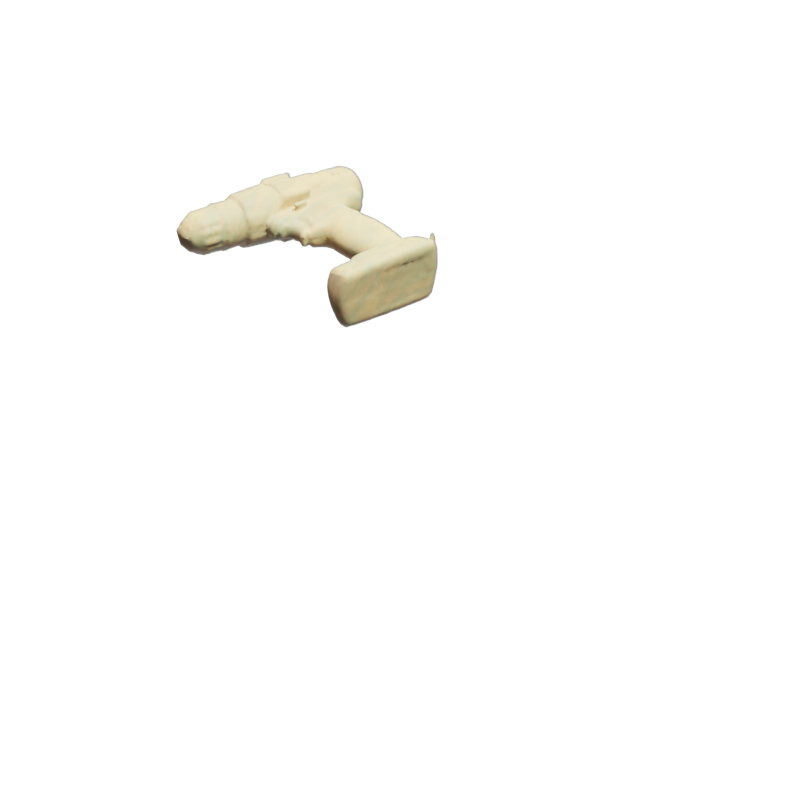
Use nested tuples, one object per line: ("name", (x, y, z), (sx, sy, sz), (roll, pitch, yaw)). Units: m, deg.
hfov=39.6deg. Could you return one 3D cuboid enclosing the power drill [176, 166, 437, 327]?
("power drill", (-0.074, -0.135, 0.948), (0.183, 0.054, 0.202), (-23, 43, -28))
